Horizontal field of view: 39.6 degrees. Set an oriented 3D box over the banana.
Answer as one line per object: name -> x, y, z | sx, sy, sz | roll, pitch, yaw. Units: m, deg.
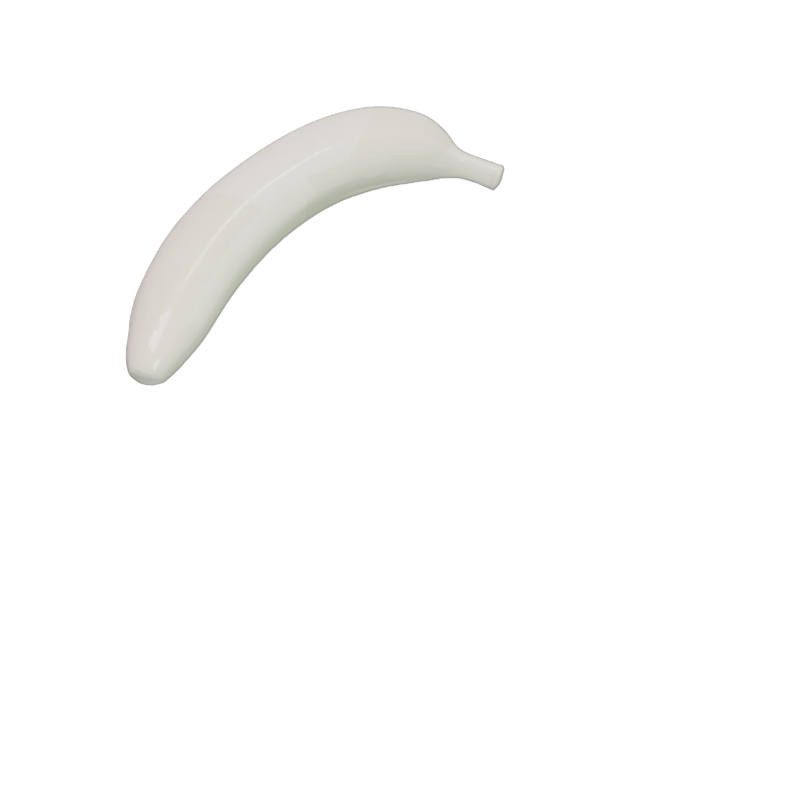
banana -> -0.046, -0.081, 0.476 | 0.198, 0.034, 0.074 | -34, 59, -24
